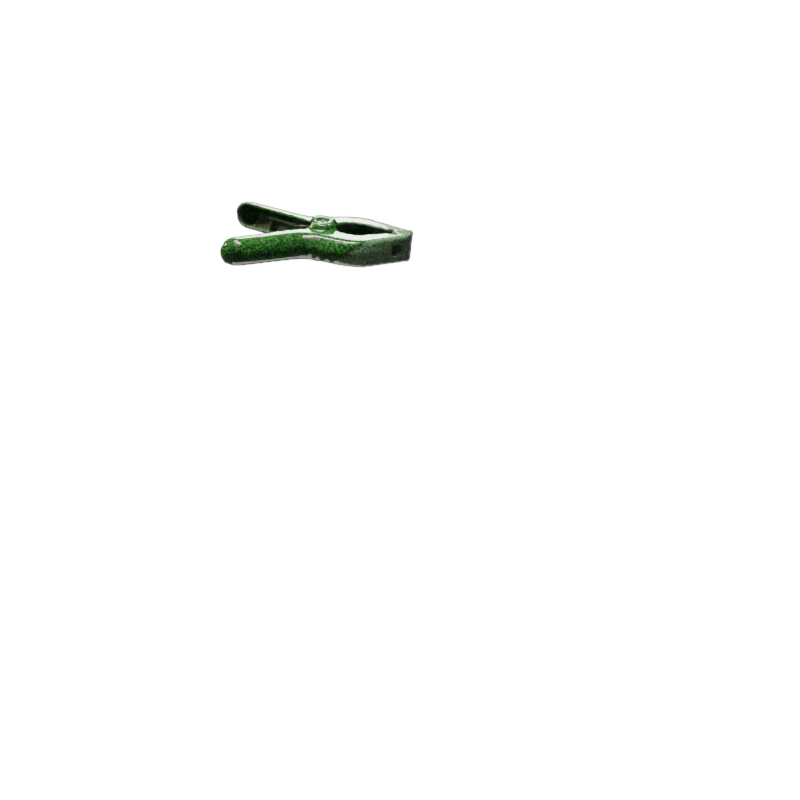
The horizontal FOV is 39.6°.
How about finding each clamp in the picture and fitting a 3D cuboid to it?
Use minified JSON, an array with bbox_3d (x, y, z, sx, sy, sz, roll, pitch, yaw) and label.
[{"bbox_3d":[-0.077,-0.141,0.990,0.174,0.037,0.125,6,32,10],"label":"clamp"}]
